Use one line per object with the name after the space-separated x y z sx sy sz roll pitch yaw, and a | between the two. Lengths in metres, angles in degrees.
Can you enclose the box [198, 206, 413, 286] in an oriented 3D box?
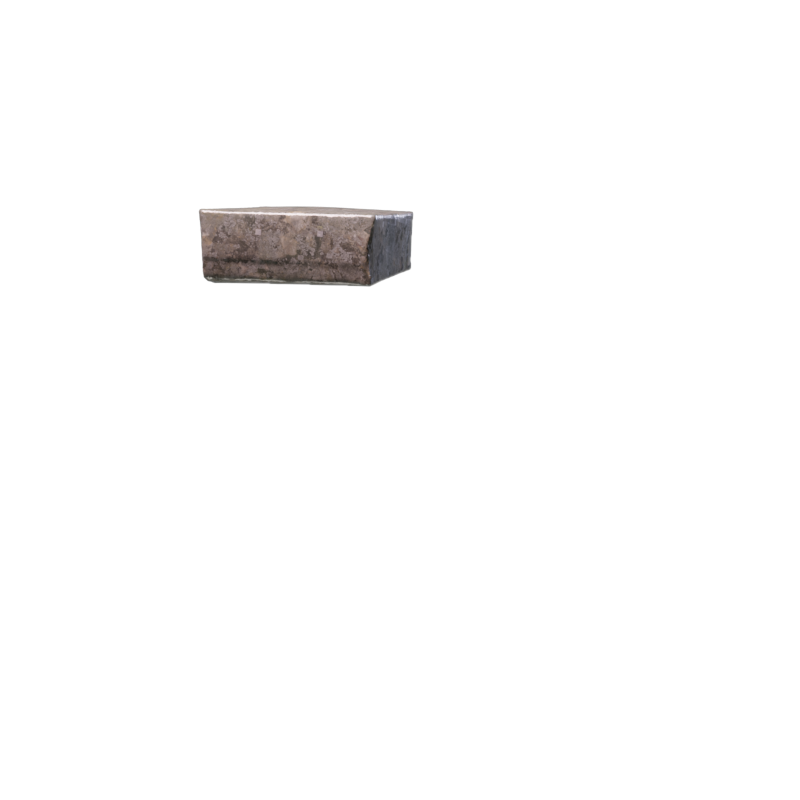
-0.046 -0.084 0.586 0.091 0.038 0.114 2 12 12 | box
